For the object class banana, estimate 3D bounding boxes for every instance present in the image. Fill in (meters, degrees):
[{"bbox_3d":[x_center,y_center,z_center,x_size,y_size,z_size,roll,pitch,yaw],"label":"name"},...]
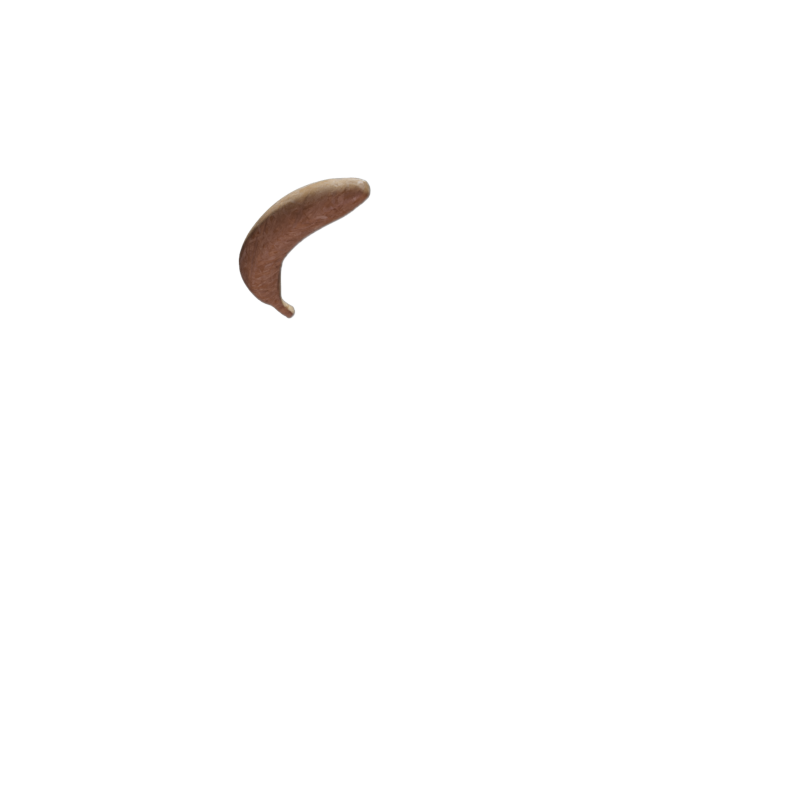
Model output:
[{"bbox_3d":[-0.090,-0.132,0.912,0.067,0.039,0.192,11,-29,-20],"label":"banana"}]
